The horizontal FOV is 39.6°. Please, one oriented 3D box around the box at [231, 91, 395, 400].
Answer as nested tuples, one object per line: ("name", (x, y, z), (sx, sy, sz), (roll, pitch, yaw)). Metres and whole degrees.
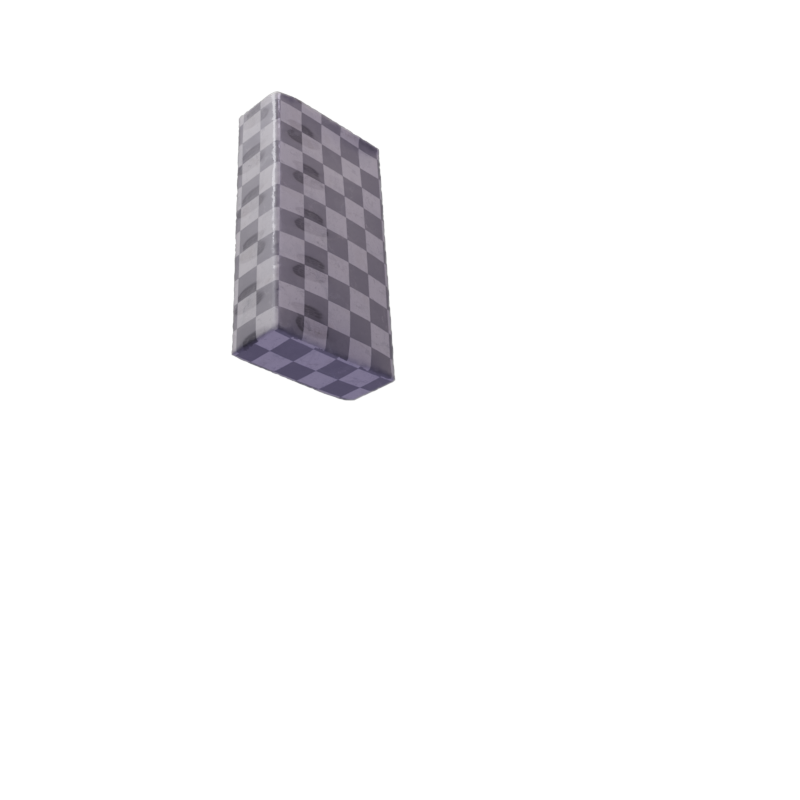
("box", (-0.052, -0.095, 0.667), (0.088, 0.188, 0.048), (24, -40, -37))
